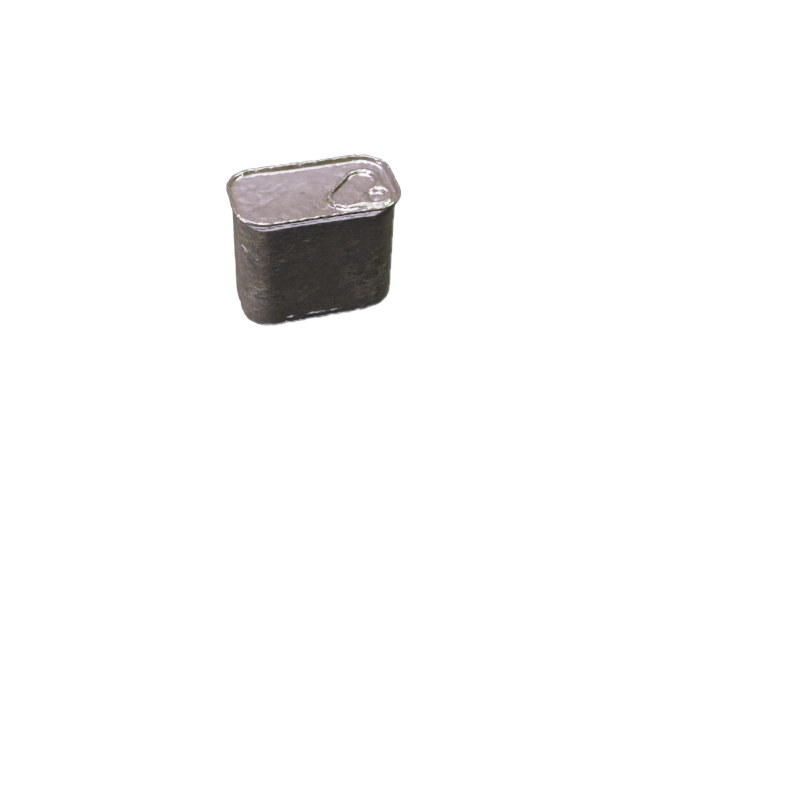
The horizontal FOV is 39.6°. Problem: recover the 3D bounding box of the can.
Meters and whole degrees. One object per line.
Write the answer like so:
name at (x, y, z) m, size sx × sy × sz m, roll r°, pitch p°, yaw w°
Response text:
can at (-0.054, -0.098, 0.687) m, size 0.101 × 0.078 × 0.062 m, roll -10°, pitch 44°, yaw -12°
